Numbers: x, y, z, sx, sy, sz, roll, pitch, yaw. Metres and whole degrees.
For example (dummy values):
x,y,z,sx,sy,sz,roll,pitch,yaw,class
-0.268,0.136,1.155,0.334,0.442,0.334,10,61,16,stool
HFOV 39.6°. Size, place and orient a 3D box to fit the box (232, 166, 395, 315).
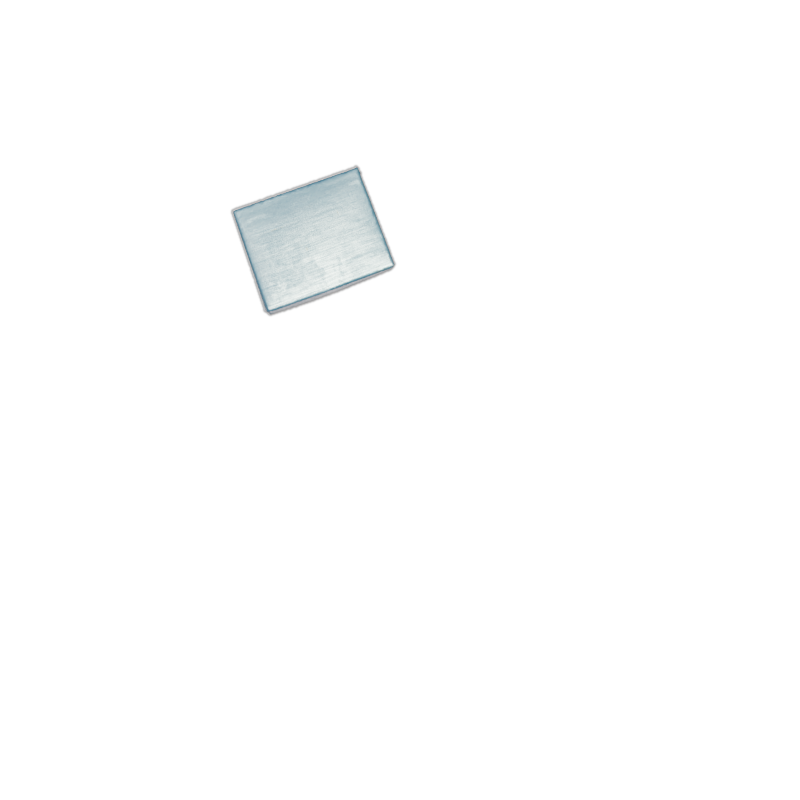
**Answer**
x,y,z,sx,sy,sz,roll,pitch,yaw,class
-0.072,-0.131,0.916,0.113,0.092,0.038,-20,-9,-4,box
